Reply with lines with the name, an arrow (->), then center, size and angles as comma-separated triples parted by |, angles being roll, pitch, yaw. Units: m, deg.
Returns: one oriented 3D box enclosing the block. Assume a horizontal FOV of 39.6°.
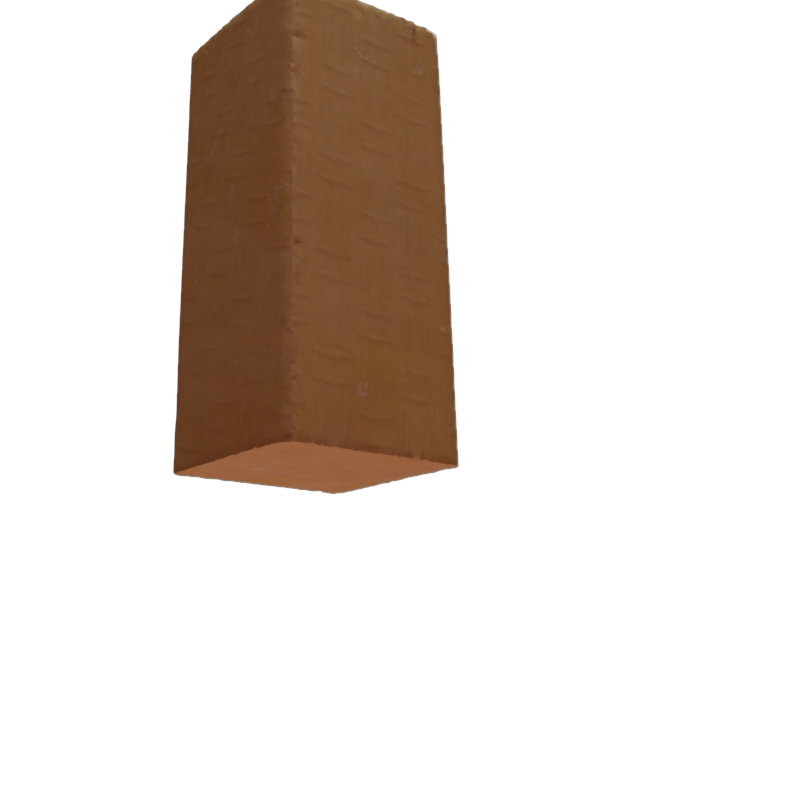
block -> -0.039, -0.072, 0.501 | 0.086, 0.216, 0.091 | 14, -25, -36
